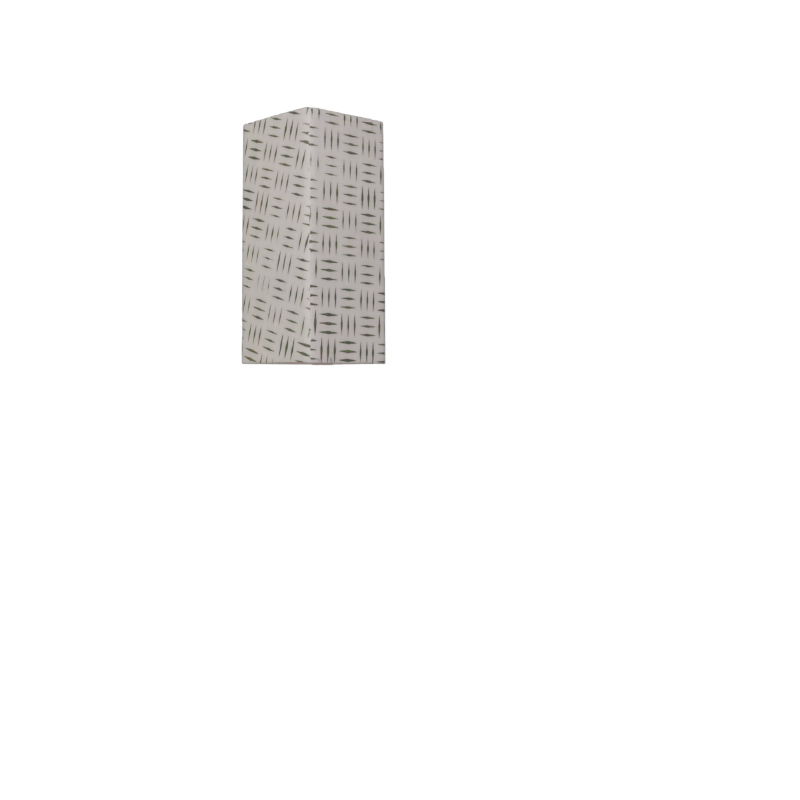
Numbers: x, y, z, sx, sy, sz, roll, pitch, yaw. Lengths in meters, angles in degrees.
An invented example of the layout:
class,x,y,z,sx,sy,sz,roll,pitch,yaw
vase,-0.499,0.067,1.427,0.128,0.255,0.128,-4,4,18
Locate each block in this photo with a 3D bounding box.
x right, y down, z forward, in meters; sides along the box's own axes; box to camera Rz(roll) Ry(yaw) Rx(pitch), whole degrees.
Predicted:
class,x,y,z,sx,sy,sz,roll,pitch,yaw
block,-0.073,-0.134,0.940,0.087,0.210,0.093,5,-8,-43
